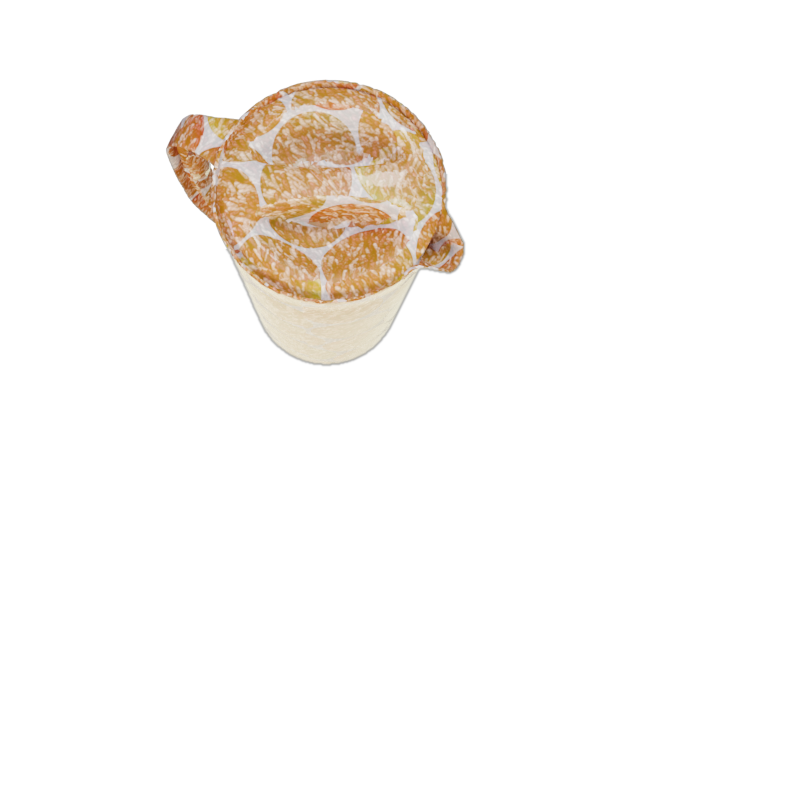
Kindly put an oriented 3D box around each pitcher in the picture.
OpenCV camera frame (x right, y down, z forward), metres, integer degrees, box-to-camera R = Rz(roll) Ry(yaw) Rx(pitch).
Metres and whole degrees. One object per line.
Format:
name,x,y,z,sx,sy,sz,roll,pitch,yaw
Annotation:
pitcher,-0.057,-0.104,0.728,0.144,0.155,0.235,-19,-11,-7
